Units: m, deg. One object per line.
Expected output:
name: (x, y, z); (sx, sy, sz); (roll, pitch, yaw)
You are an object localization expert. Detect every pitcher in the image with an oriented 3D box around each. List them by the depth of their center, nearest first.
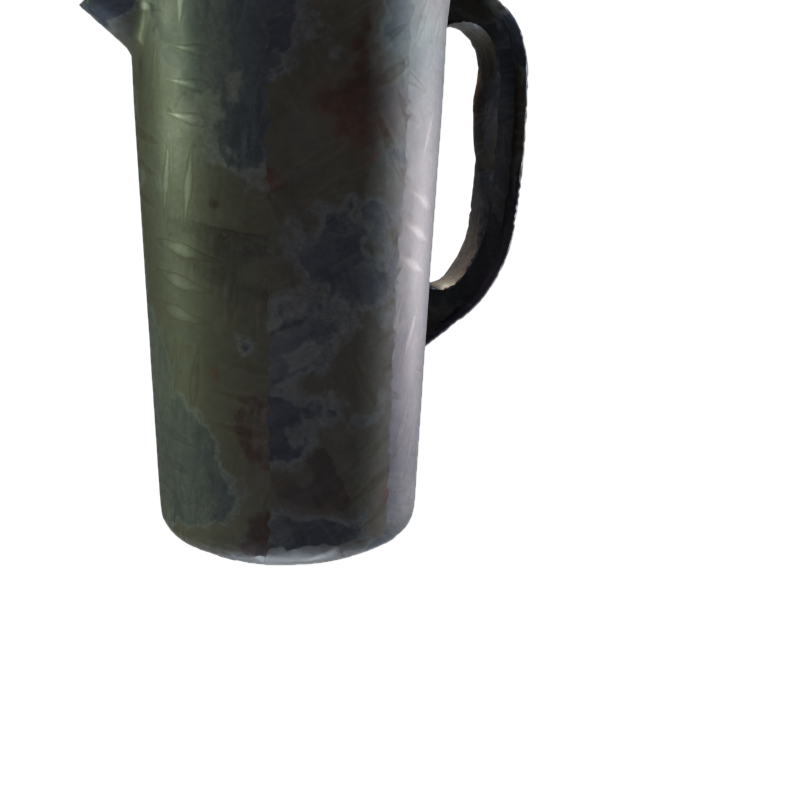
pitcher: (-0.036, -0.066, 0.464); (0.154, 0.239, 0.143); (4, 9, 23)
